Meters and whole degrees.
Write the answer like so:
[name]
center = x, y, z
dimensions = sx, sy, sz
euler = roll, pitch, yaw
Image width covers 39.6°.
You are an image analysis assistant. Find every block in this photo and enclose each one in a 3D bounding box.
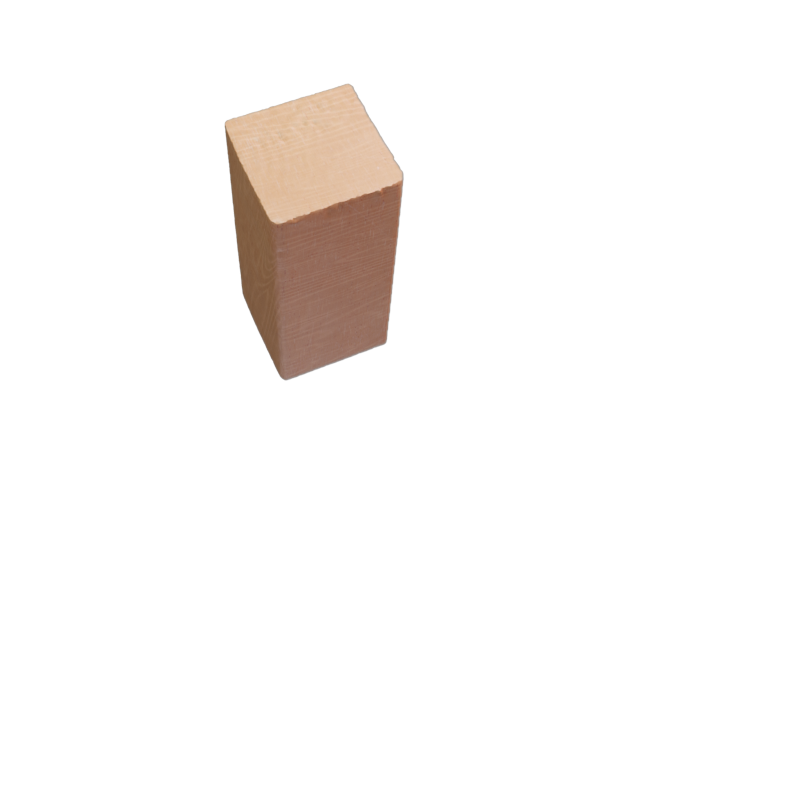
[block]
center = -0.061, -0.110, 0.775
dimensions = 0.090, 0.096, 0.194
euler = -20, -26, -14
